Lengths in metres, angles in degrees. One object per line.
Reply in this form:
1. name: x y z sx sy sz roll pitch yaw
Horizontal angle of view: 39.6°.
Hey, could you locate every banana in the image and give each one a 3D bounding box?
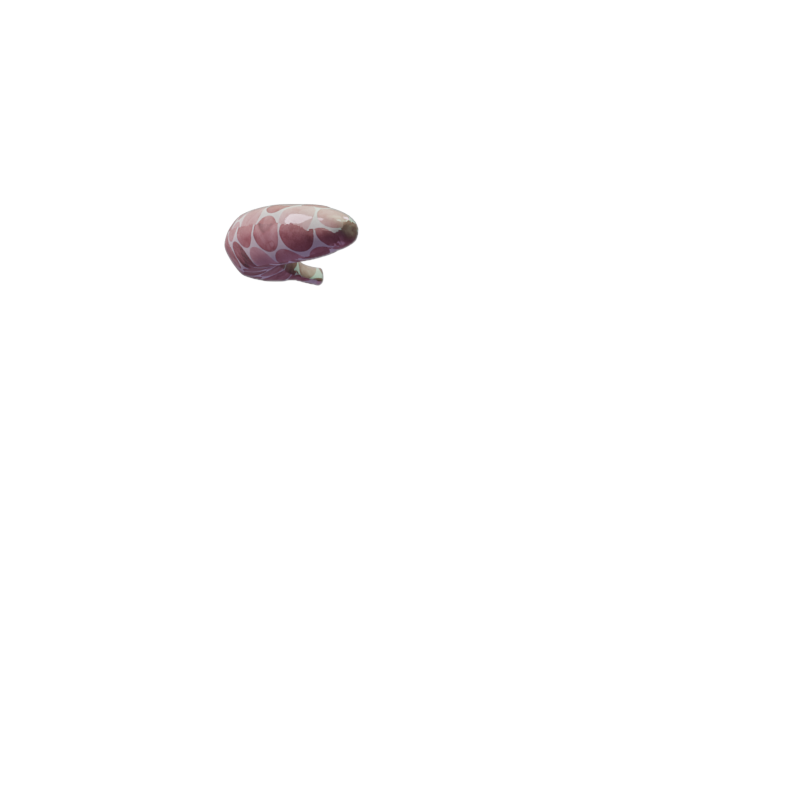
1. banana: -0.071 -0.095 0.670 0.069 0.037 0.198 0 1 -9
